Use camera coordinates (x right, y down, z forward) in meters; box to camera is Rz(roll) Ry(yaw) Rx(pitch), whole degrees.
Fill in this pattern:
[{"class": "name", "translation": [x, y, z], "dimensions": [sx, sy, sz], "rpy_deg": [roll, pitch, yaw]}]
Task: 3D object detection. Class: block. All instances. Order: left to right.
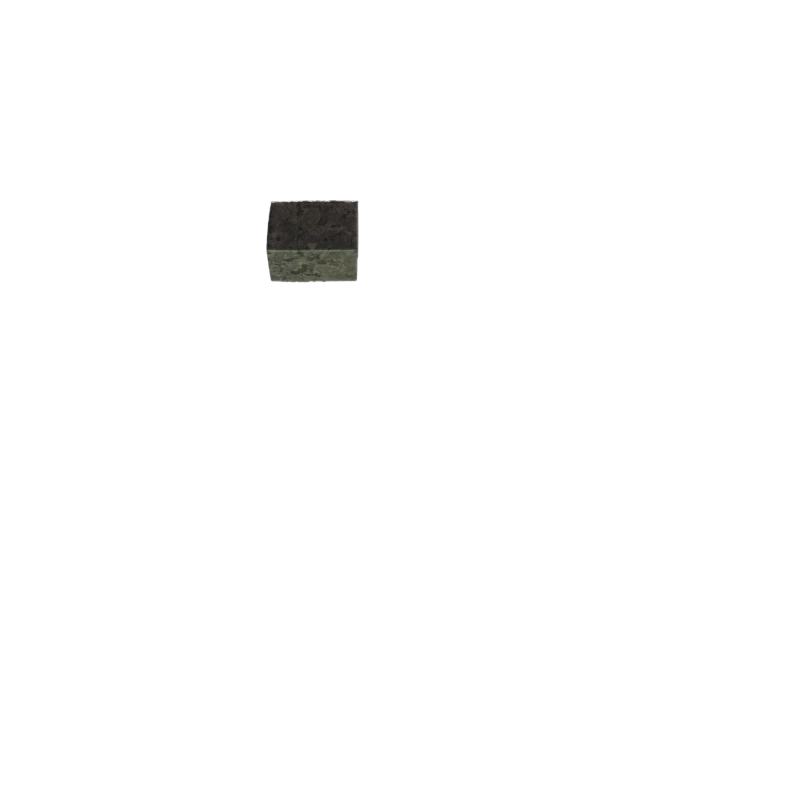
[{"class": "block", "translation": [-0.075, -0.136, 0.954], "dimensions": [0.078, 0.055, 0.049], "rpy_deg": [0, -30, -1]}]
